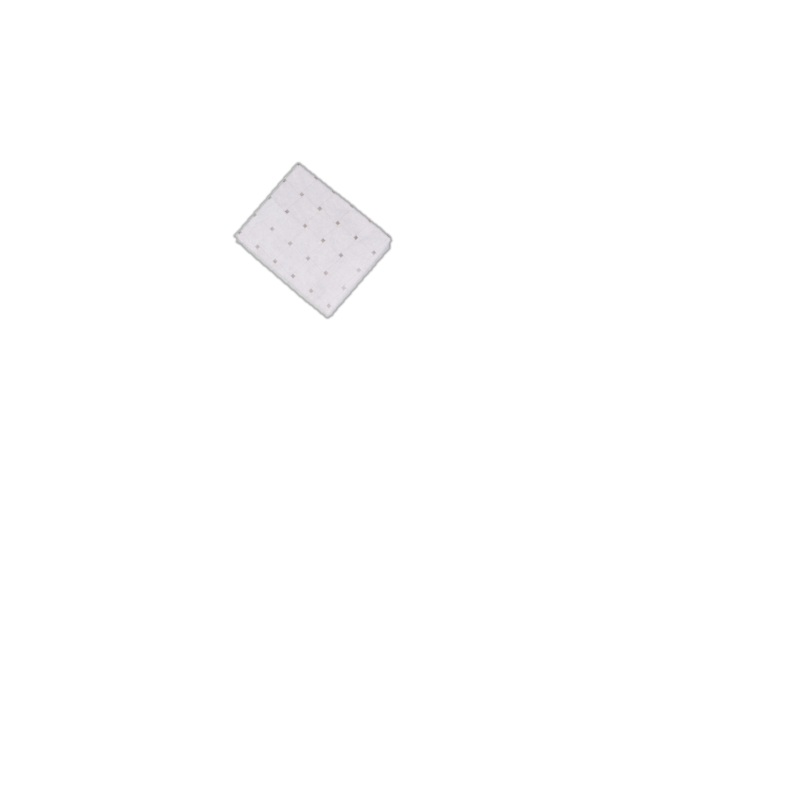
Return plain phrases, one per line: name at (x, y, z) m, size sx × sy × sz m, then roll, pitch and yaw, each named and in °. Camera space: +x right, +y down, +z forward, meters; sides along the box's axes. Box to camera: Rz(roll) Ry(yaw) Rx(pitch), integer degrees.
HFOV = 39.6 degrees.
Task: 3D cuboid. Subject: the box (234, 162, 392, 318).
box at (-0.078, -0.143, 0.999) m, size 0.116 × 0.091 × 0.038 m, roll 39°, pitch -10°, yaw 7°
